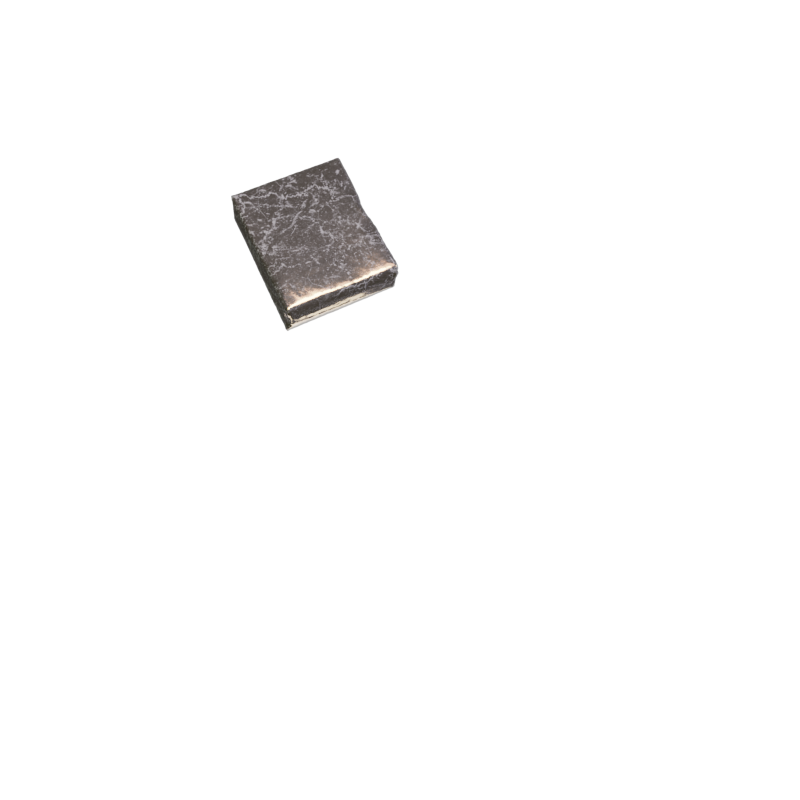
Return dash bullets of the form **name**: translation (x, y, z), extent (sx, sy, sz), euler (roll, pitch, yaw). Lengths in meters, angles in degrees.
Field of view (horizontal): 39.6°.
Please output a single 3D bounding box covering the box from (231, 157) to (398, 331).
- **box**: translation (-0.053, -0.096, 0.675), extent (0.073, 0.095, 0.028), euler (-22, -25, -11)
